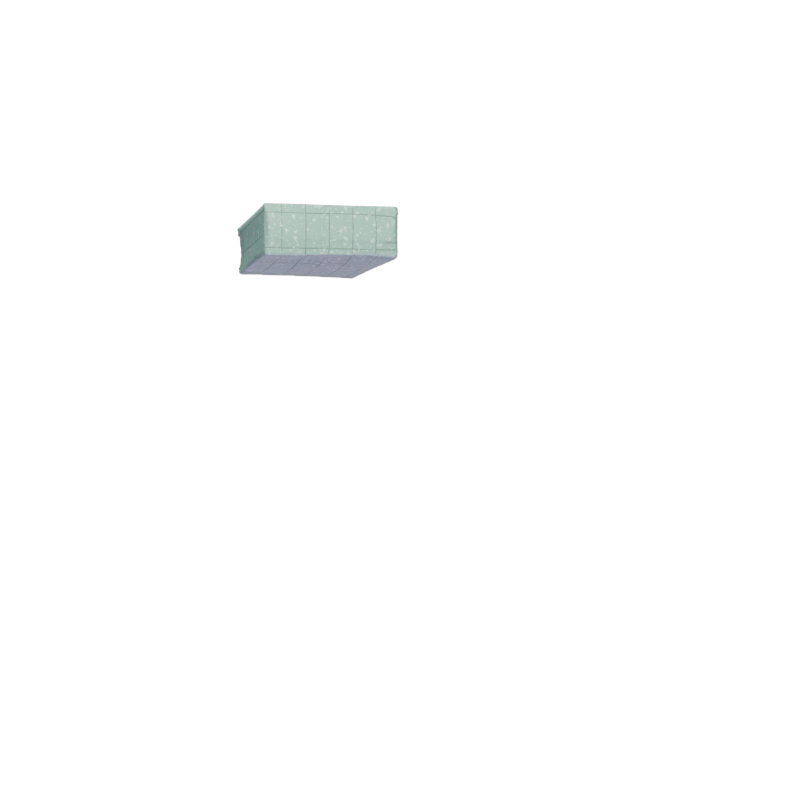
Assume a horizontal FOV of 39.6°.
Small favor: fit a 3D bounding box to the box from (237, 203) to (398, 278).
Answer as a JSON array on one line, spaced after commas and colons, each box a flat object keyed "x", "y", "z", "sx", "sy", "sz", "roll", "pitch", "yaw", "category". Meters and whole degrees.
[{"x": -0.059, "y": -0.108, "z": 0.760, "sx": 0.088, "sy": 0.040, "sz": 0.114, "roll": 1, "pitch": -3, "yaw": -16, "category": "box"}]
